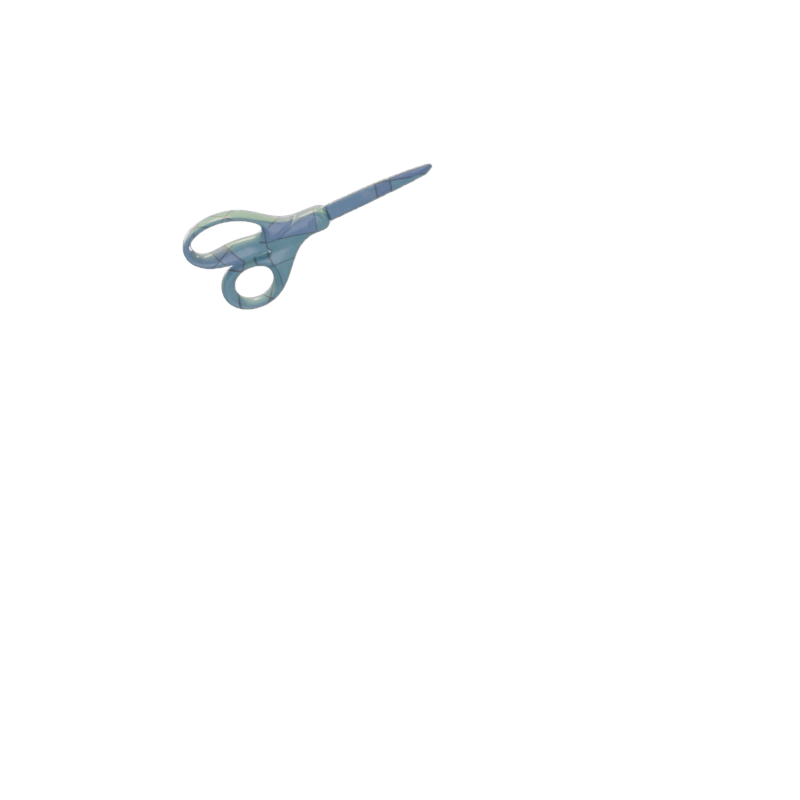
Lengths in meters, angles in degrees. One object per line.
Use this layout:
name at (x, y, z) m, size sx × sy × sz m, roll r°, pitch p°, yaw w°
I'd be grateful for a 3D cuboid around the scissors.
scissors at (-0.067, -0.123, 0.861) m, size 0.203 × 0.090 × 0.017 m, roll -10°, pitch 33°, yaw 6°
